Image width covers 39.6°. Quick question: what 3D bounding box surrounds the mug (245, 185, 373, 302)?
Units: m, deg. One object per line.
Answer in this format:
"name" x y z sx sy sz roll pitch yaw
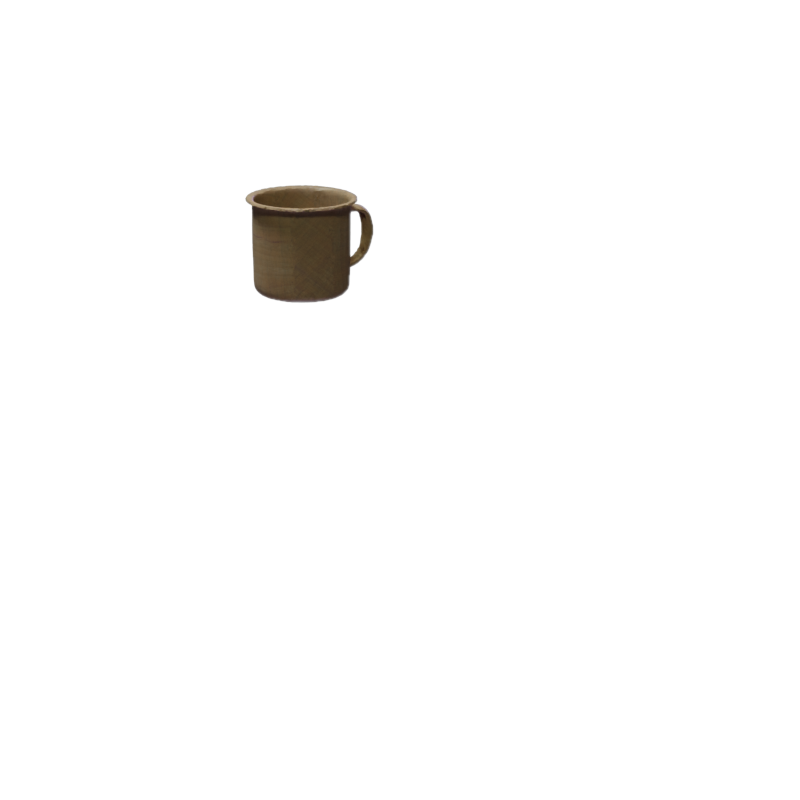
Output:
"mug" -0.073 -0.134 0.936 0.115 0.078 0.099 -14 24 -35
